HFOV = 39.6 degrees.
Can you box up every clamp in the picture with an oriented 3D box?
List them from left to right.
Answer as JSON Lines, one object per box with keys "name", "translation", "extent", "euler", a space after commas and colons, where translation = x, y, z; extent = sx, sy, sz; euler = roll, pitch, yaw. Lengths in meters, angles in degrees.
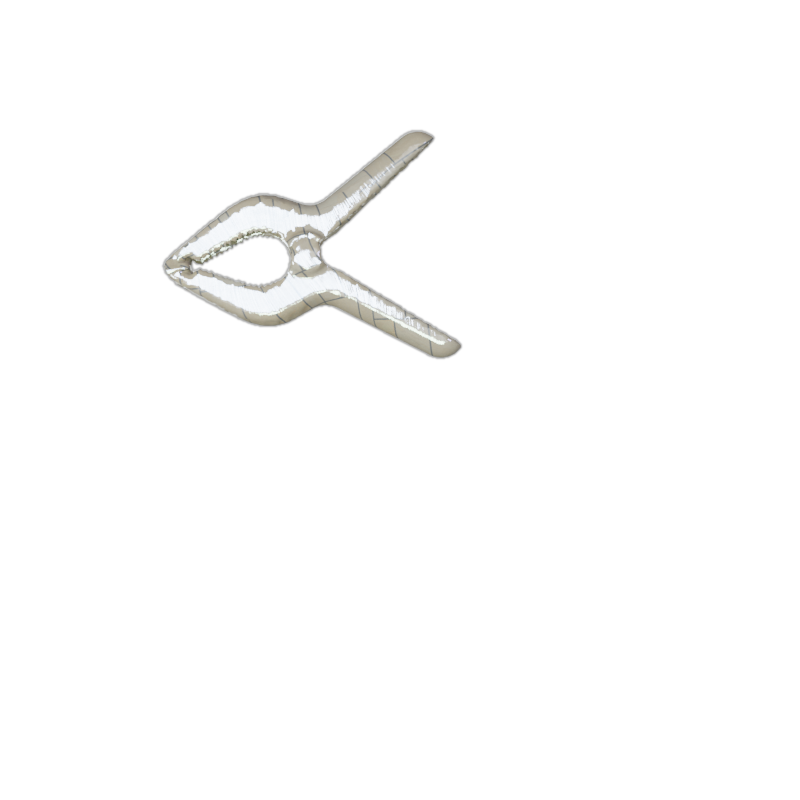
{"name": "clamp", "translation": [-0.062, -0.113, 0.794], "extent": [0.210, 0.169, 0.035], "euler": [0, -11, 0]}
